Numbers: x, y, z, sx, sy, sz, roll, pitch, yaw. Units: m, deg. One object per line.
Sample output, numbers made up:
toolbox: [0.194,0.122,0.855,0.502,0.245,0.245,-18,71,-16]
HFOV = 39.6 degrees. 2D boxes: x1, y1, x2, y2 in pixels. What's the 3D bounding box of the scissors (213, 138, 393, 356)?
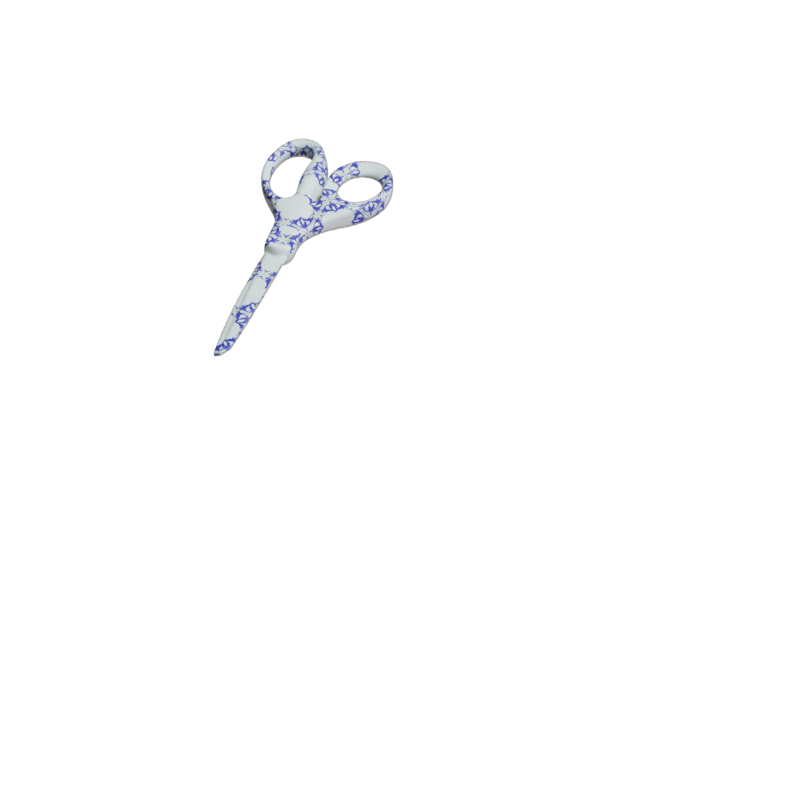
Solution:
scissors: [-0.054,-0.098,0.684,0.096,0.216,0.015,1,-45,1]
